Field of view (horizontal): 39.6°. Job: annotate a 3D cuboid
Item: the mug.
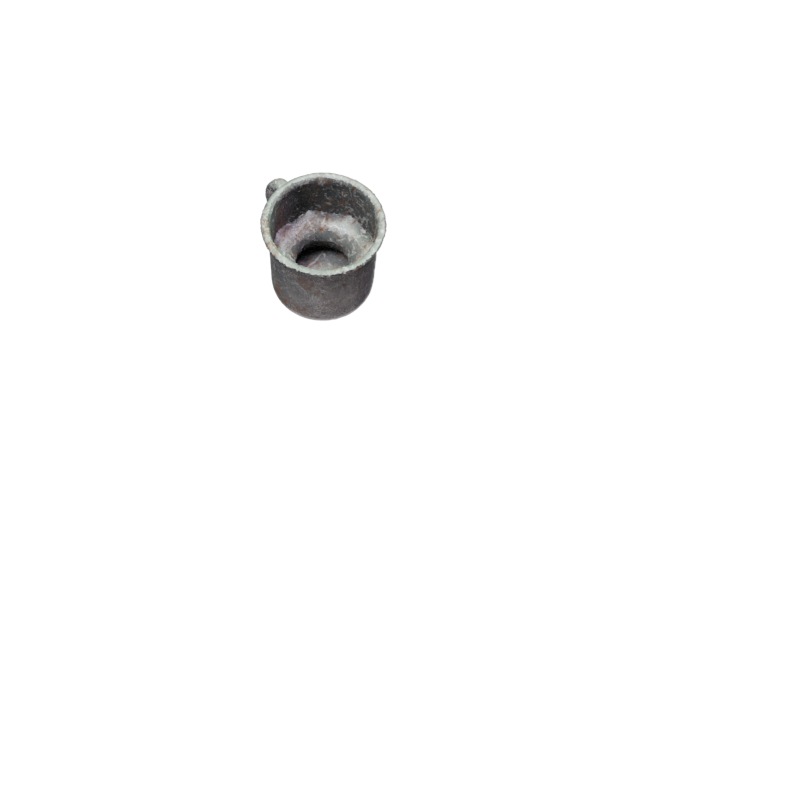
[{"bbox_3d":[-0.067,-0.122,0.855,0.094,0.124,0.076,-35,-24,-20],"label":"mug"}]
